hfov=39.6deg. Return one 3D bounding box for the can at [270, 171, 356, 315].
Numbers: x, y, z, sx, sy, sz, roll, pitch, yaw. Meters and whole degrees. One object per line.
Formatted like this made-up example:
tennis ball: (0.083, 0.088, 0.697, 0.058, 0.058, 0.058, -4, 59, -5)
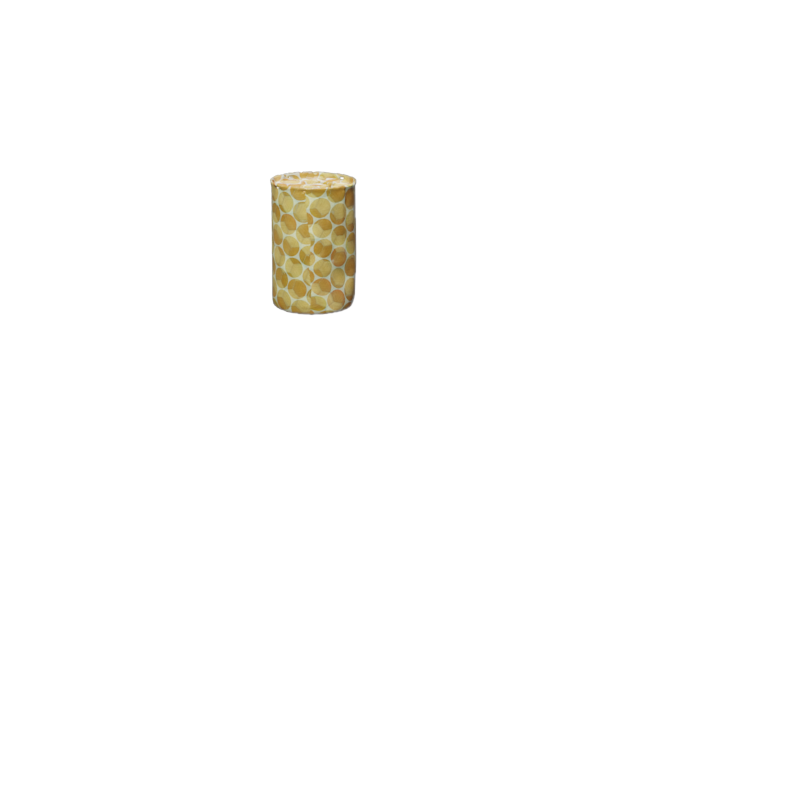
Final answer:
can: (-0.069, -0.126, 0.884, 0.068, 0.098, 0.071, 0, 17, -2)
